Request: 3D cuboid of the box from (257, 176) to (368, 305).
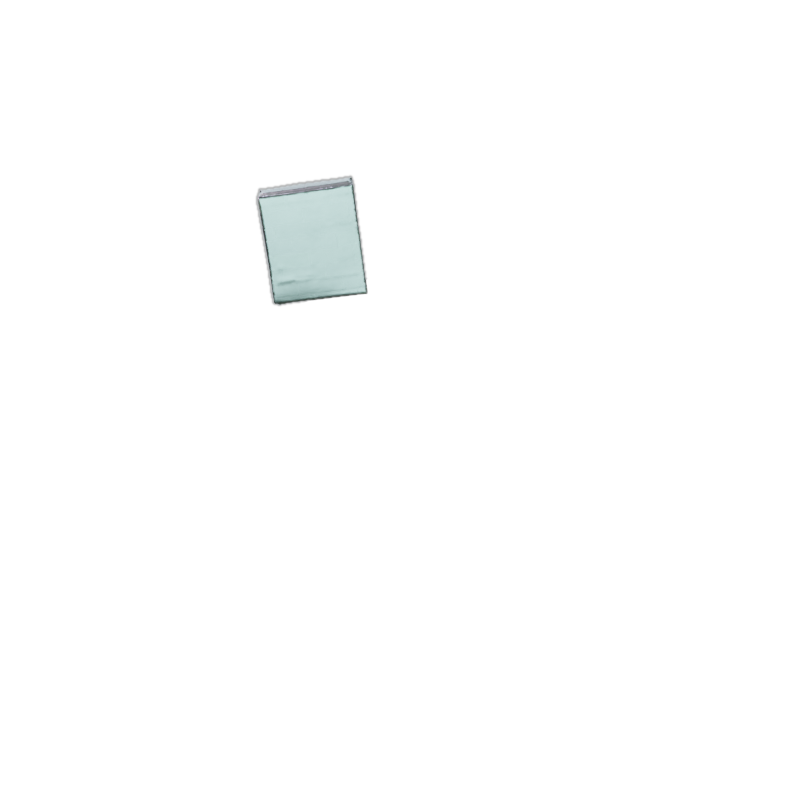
[{"bbox_3d":[-0.066,-0.121,0.846,0.073,0.086,0.031,-7,16,1],"label":"box"}]
